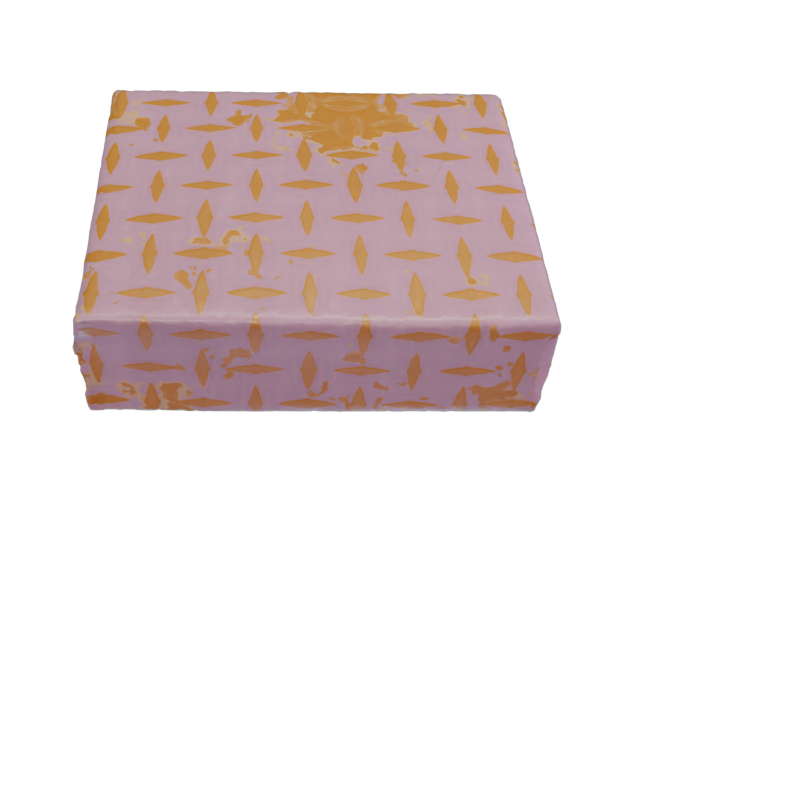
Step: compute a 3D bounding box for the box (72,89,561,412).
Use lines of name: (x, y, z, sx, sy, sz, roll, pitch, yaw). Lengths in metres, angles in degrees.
box: (-0.023, -0.042, 0.290, 0.113, 0.097, 0.036, -2, -44, -3)
